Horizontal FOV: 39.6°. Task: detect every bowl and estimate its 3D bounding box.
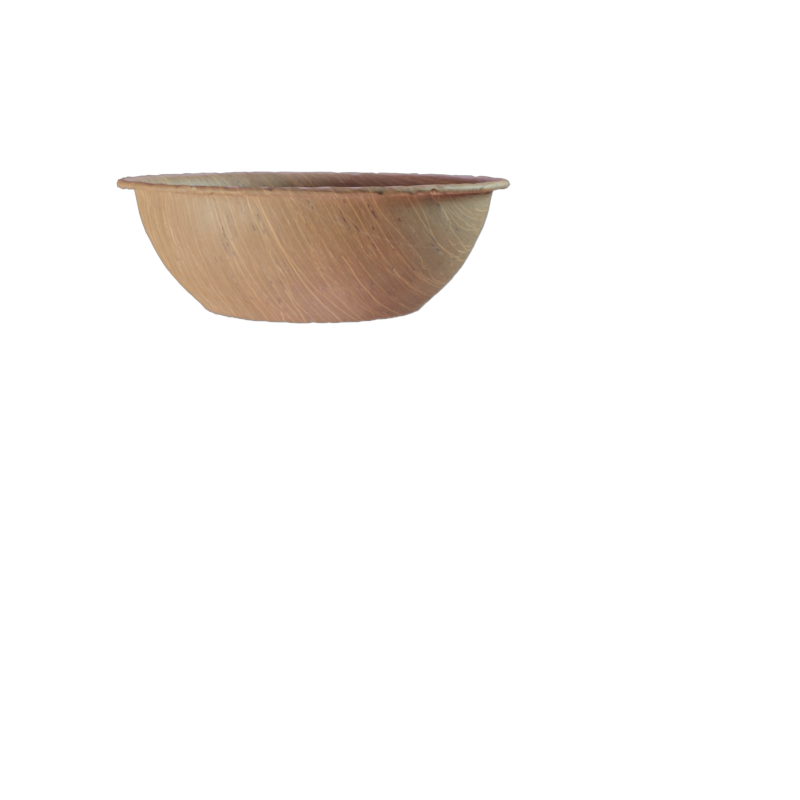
[{"bbox_3d":[-0.036,-0.066,0.463,0.162,0.054,0.166,0,12,-2],"label":"bowl"}]
